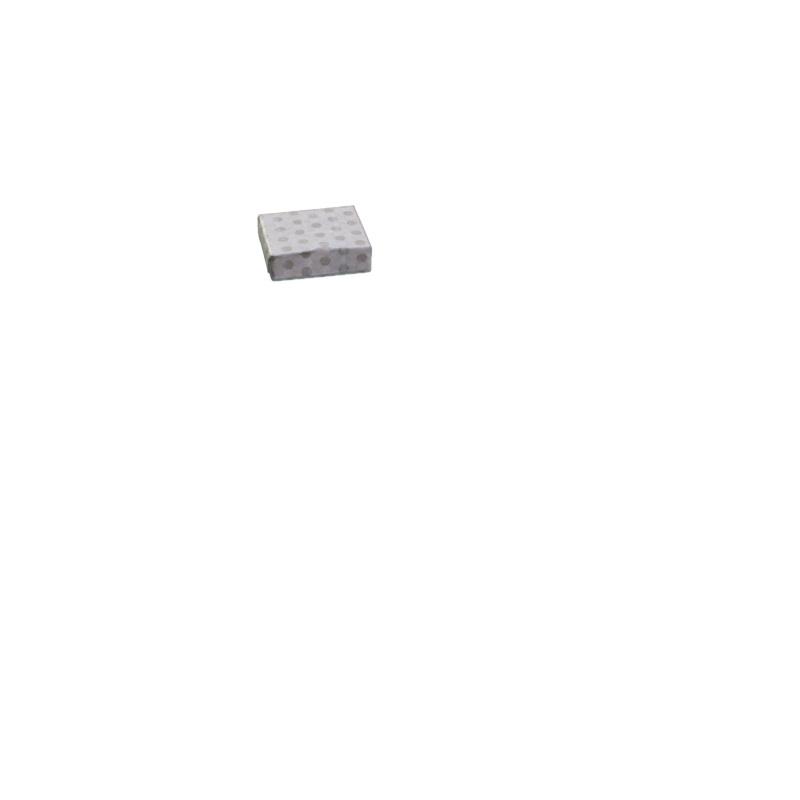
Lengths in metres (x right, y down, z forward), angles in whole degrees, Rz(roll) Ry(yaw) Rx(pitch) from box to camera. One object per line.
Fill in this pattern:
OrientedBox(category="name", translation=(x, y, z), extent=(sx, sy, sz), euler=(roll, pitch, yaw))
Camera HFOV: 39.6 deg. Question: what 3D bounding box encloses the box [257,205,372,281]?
OrientedBox(category="box", translation=(-0.075, -0.136, 0.955), extent=(0.088, 0.028, 0.079), euler=(-7, 36, -10))
